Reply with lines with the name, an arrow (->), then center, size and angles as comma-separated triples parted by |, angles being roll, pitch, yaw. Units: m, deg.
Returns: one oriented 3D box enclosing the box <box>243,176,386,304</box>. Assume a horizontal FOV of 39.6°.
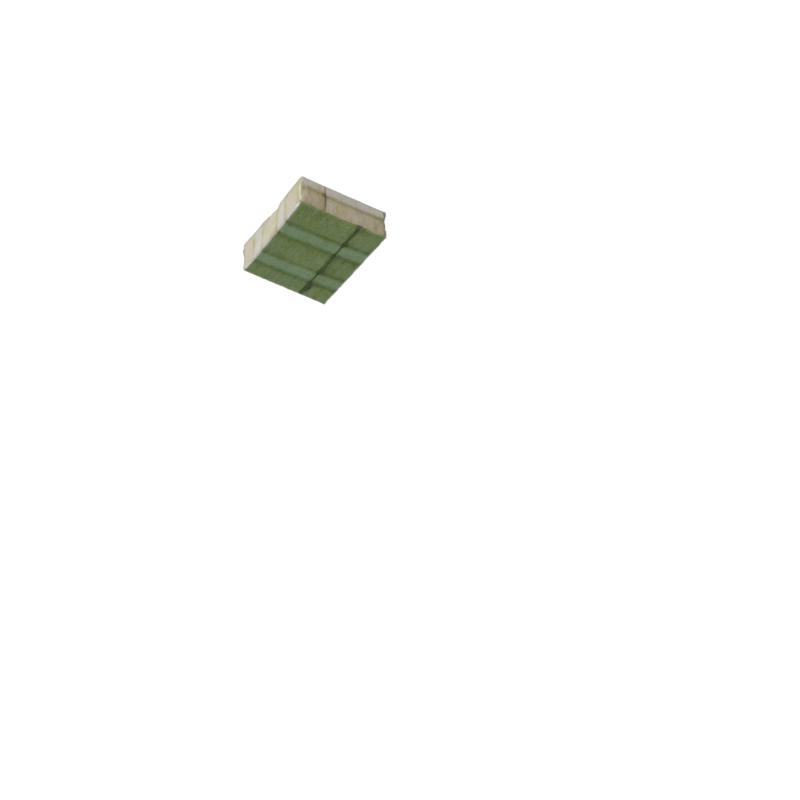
box -> -0.064, -0.117, 0.820 | 0.070, 0.032, 0.087 | 22, -44, -26
